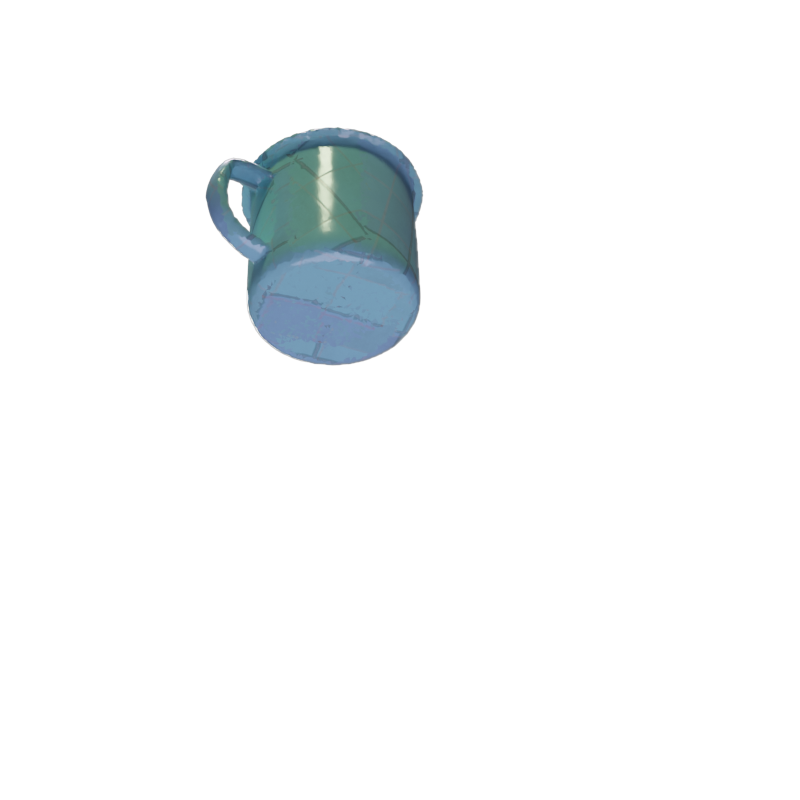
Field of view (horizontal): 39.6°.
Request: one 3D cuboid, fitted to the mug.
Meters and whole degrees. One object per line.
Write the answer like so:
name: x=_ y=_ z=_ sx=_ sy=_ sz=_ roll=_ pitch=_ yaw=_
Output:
mug: x=-0.042 y=-0.077 z=0.536 sx=0.111 sy=0.087 sz=0.092 roll=29 pitch=-51 yaw=-29
